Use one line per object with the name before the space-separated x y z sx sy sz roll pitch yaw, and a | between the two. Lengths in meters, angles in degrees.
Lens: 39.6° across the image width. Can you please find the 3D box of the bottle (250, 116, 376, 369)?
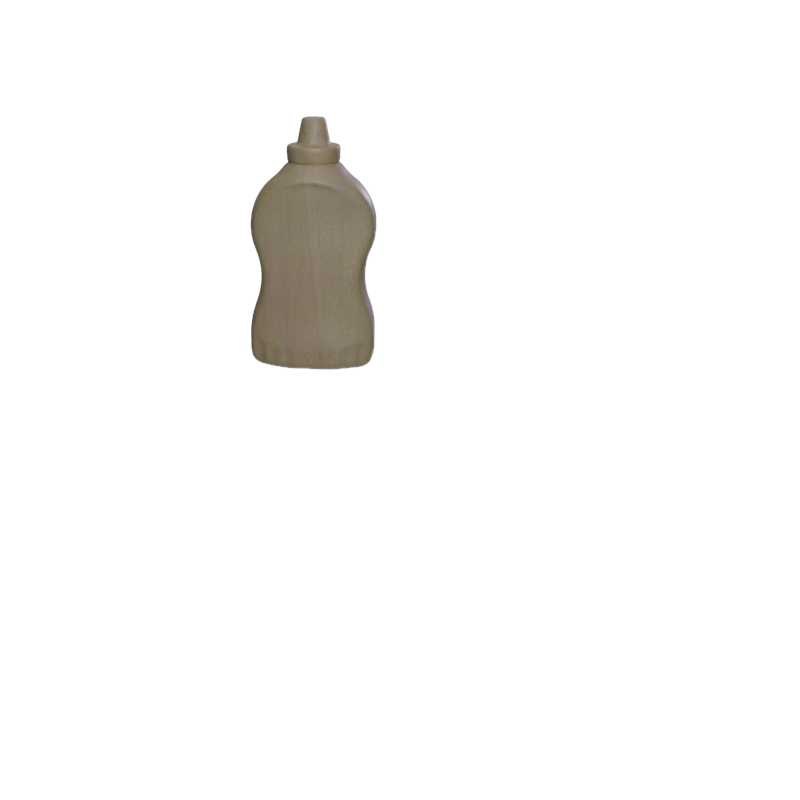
bottle | -0.067 -0.122 0.856 0.097 0.186 0.060 3 14 7
